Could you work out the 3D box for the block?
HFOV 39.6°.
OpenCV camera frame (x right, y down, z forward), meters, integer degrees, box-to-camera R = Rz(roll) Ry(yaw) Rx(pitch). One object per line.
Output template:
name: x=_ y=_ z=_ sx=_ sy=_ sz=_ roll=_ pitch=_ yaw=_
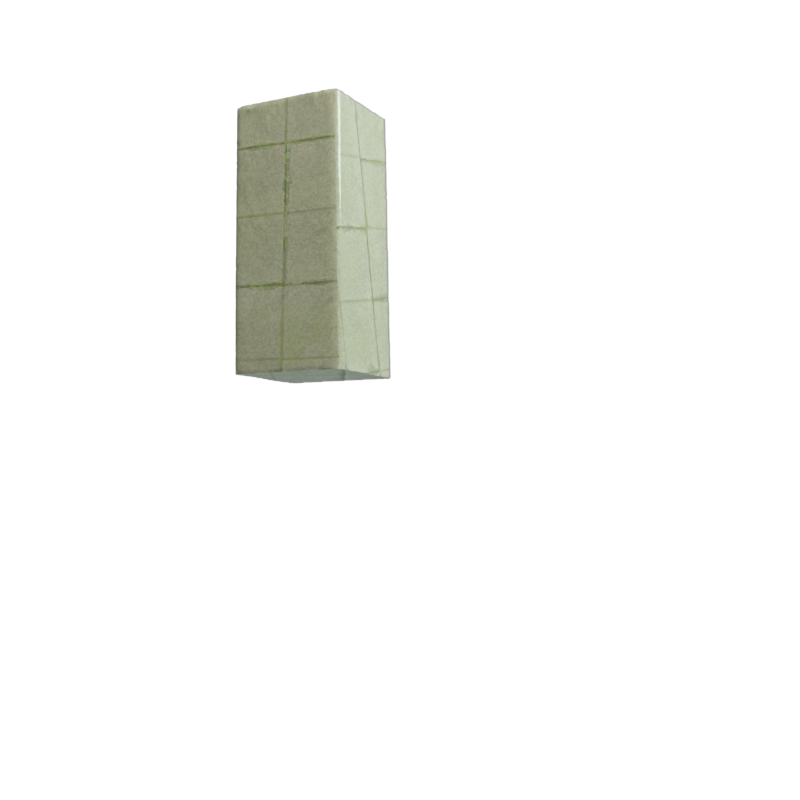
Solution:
block: x=-0.067 y=-0.121 z=0.848 sx=0.093 sy=0.212 sz=0.085 roll=-6 pitch=-12 yaw=26
